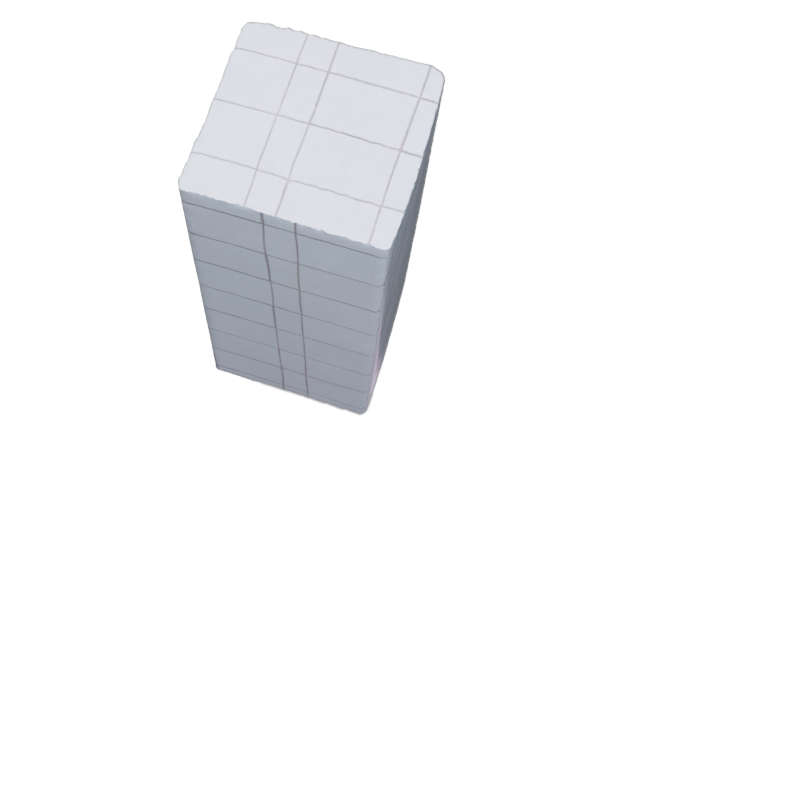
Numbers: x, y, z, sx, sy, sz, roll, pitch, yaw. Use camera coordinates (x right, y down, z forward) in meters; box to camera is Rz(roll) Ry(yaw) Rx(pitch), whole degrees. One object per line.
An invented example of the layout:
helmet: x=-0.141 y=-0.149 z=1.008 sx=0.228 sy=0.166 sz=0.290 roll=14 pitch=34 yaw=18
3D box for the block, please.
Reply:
block: x=-0.042 y=-0.077 z=0.538 sx=0.092 sy=0.094 sz=0.196 roll=17 pitch=-21 yaw=3
